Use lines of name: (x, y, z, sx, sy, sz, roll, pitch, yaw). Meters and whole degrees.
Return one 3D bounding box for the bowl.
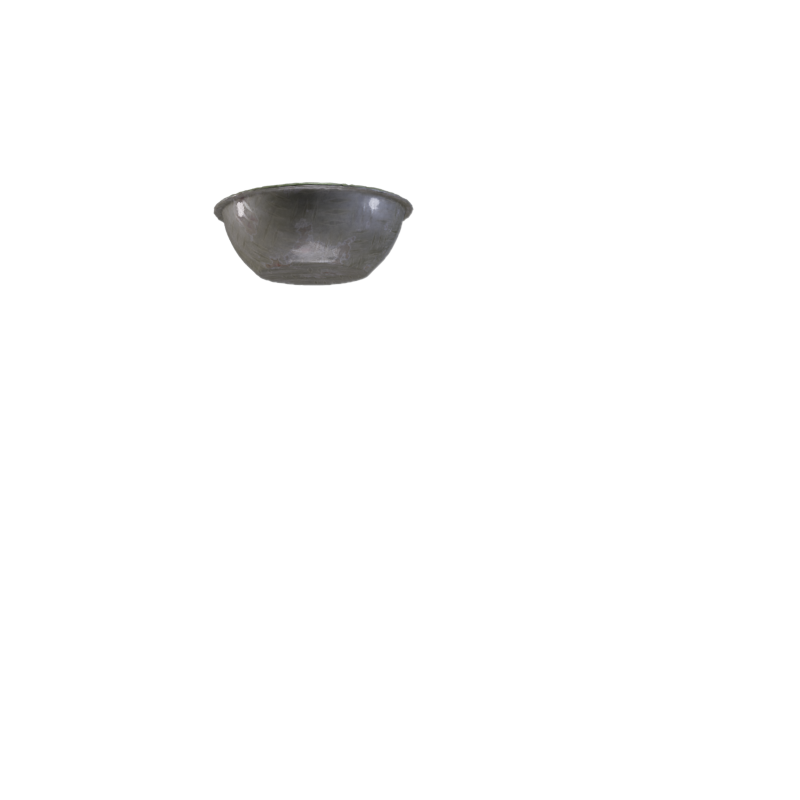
bowl: (-0.070, -0.128, 0.895, 0.162, 0.056, 0.158, 0, -7, -2)
